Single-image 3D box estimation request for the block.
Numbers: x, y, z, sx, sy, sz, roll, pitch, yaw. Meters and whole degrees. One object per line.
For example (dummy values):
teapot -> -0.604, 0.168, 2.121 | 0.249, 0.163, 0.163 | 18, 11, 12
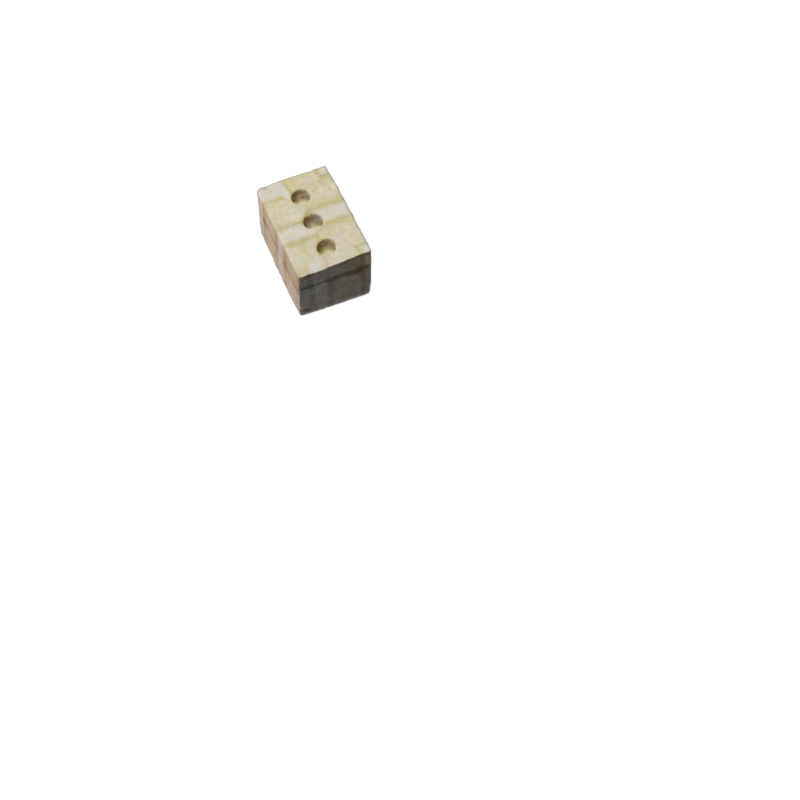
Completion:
block -> -0.059, -0.107, 0.748 | 0.052, 0.083, 0.048 | -21, -28, -13
